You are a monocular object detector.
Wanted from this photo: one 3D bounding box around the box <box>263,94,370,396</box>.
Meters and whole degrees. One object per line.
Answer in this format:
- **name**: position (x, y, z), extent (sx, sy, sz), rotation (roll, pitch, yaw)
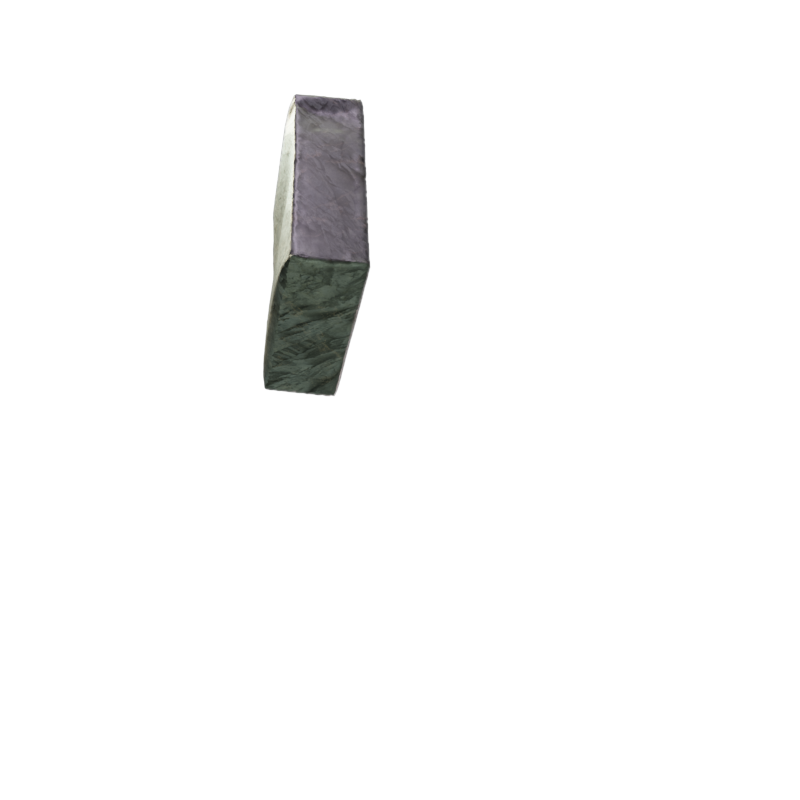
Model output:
- **box**: position (-0.076, -0.138, 0.969), extent (0.071, 0.230, 0.155), rotation (6, -43, -10)
